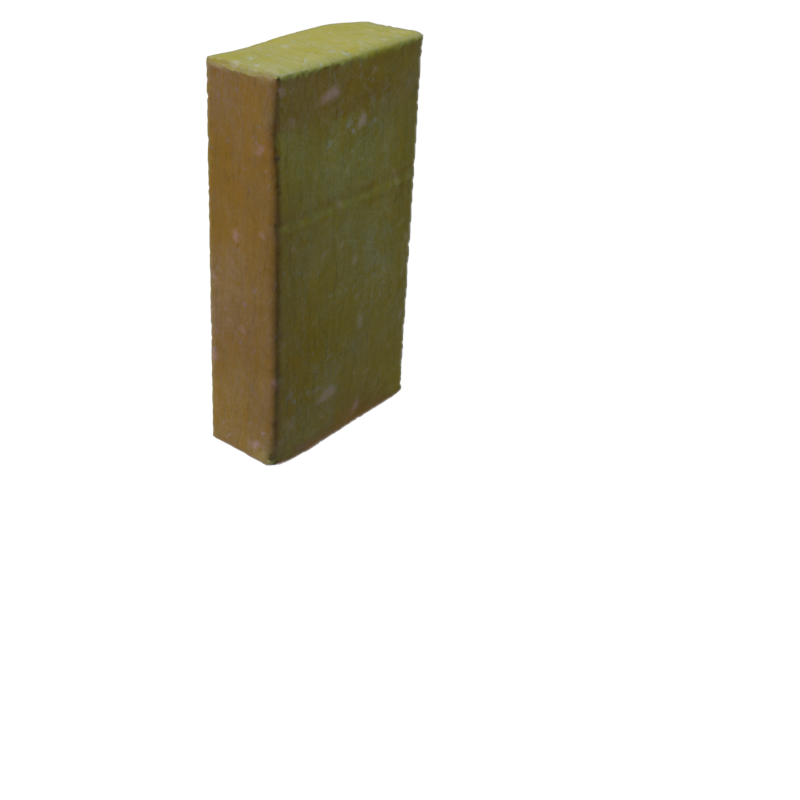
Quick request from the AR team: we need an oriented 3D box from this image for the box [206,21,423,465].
[{"bbox_3d":[-0.038,-0.068,0.478,0.051,0.167,0.093,19,31,34],"label":"box"}]
